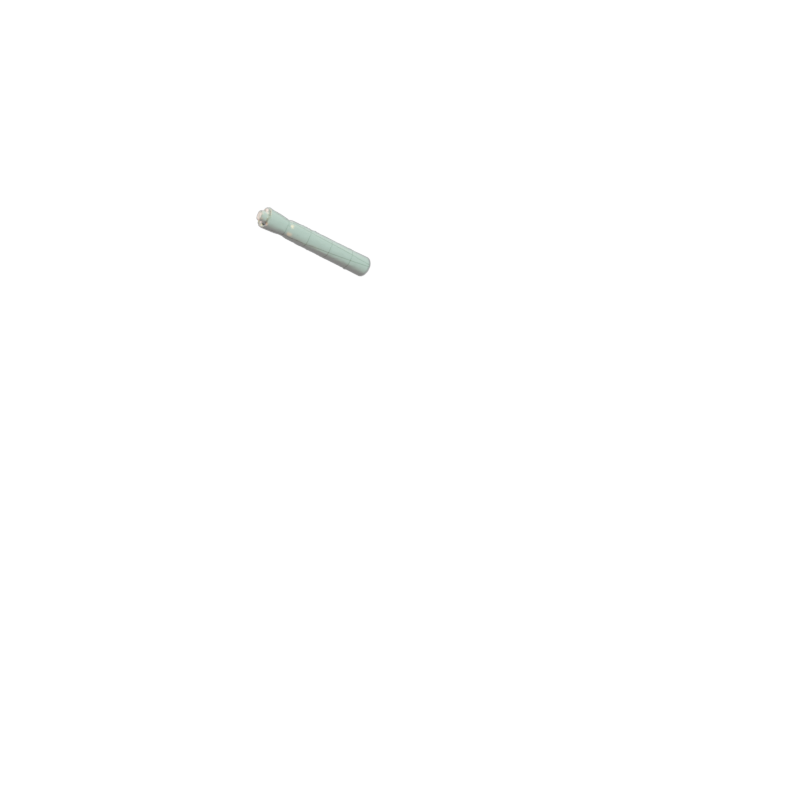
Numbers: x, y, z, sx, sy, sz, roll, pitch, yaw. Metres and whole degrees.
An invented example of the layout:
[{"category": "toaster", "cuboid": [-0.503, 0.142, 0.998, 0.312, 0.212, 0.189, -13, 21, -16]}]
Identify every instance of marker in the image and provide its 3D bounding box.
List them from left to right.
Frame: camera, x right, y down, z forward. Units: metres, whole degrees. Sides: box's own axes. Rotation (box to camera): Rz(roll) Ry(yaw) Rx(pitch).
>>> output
[{"category": "marker", "cuboid": [-0.076, -0.138, 0.965, 0.114, 0.020, 0.021, 23, -11, -35]}]
